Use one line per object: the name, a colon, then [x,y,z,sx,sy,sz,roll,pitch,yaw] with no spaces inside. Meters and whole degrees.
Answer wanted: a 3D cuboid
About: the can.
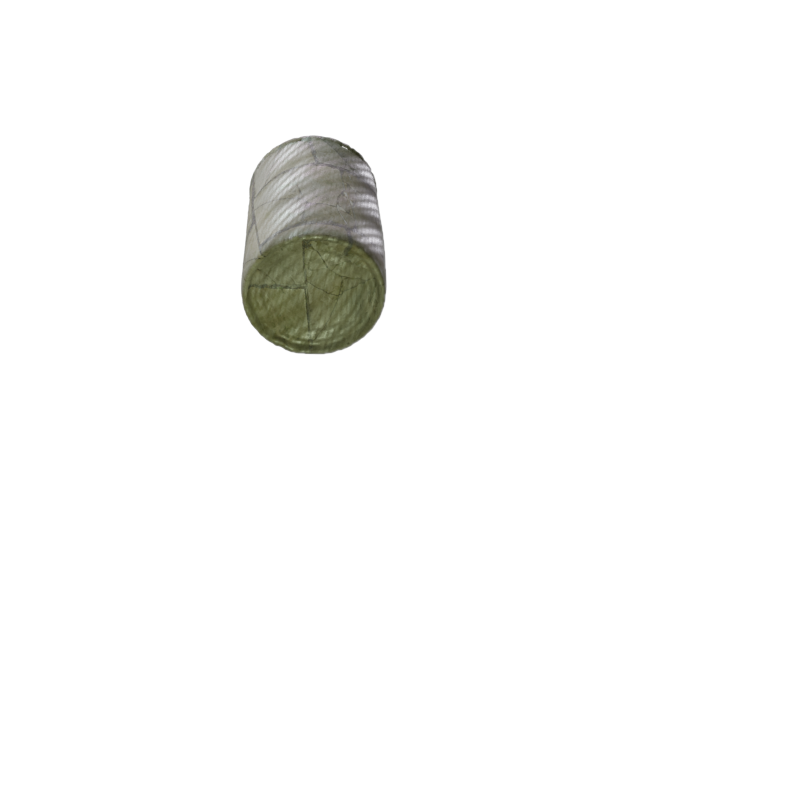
can: [-0.043,-0.078,0.544,0.068,0.064,0.109,-1,35,-3]
